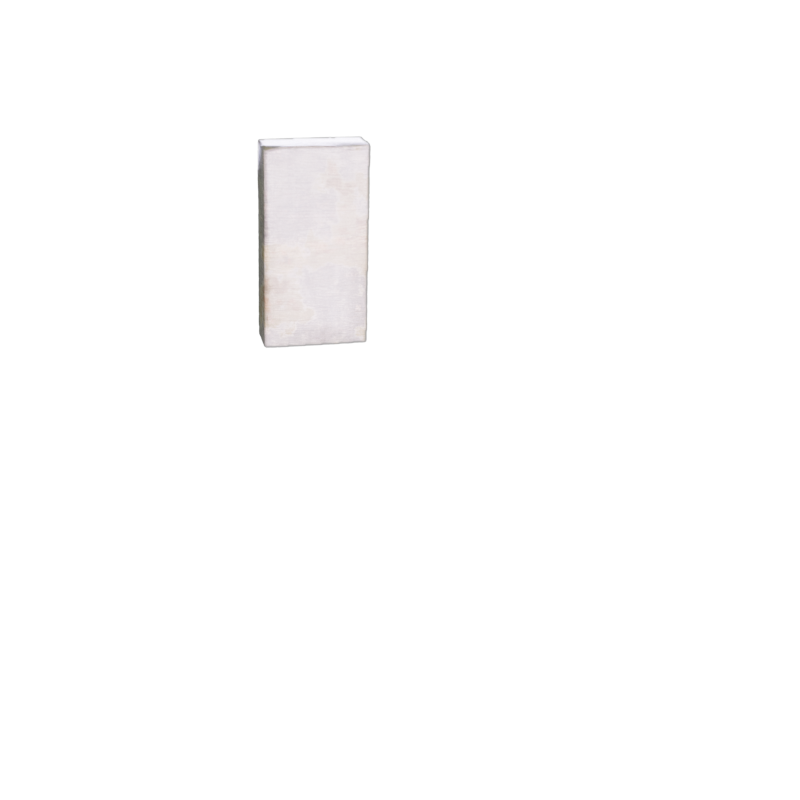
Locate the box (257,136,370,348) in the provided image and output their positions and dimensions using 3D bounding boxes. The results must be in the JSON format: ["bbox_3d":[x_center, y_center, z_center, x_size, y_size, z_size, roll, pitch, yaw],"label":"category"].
[{"bbox_3d":[-0.075,-0.136,0.952,0.092,0.169,0.051,-3,19,-11],"label":"box"}]
